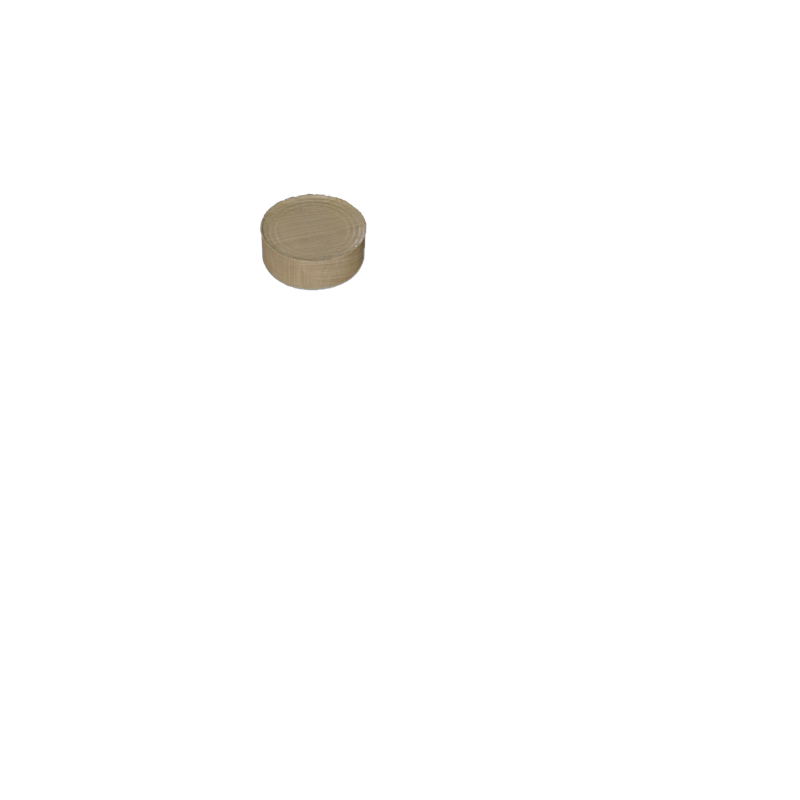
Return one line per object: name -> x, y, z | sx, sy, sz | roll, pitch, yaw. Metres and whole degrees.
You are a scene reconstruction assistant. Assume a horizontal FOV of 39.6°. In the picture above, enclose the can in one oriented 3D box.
can -> -0.071, -0.129, 0.903 | 0.086, 0.031, 0.092 | -1, 45, -1
